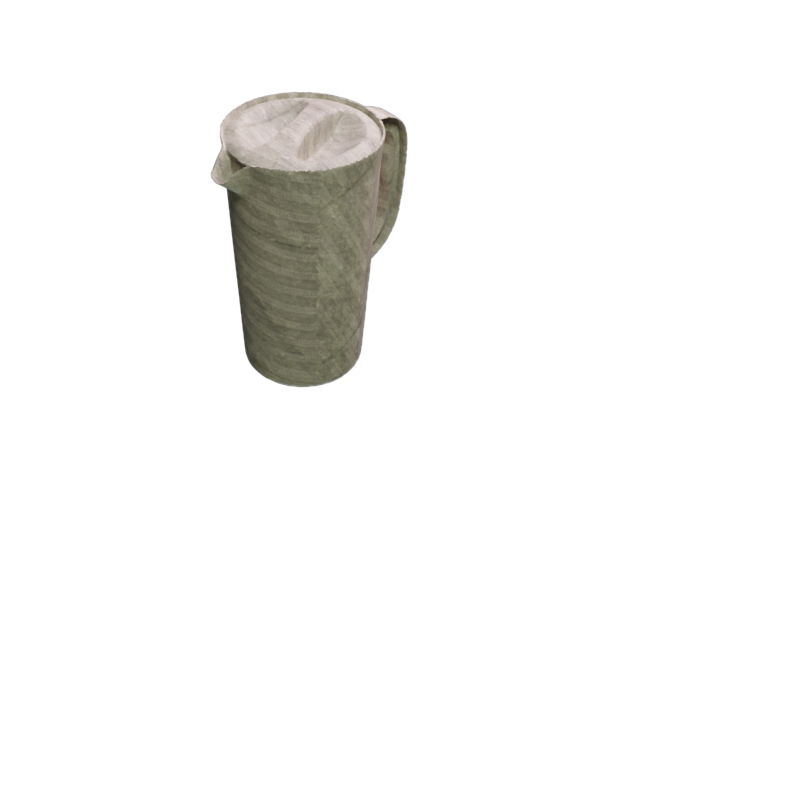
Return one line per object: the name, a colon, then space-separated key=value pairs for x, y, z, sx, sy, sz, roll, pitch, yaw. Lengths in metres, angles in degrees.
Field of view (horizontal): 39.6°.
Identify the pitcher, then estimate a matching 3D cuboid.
pitcher: x=-0.075 y=-0.137 z=0.960 sx=0.150 sy=0.227 sz=0.154 roll=5 pitch=39 yaw=3
